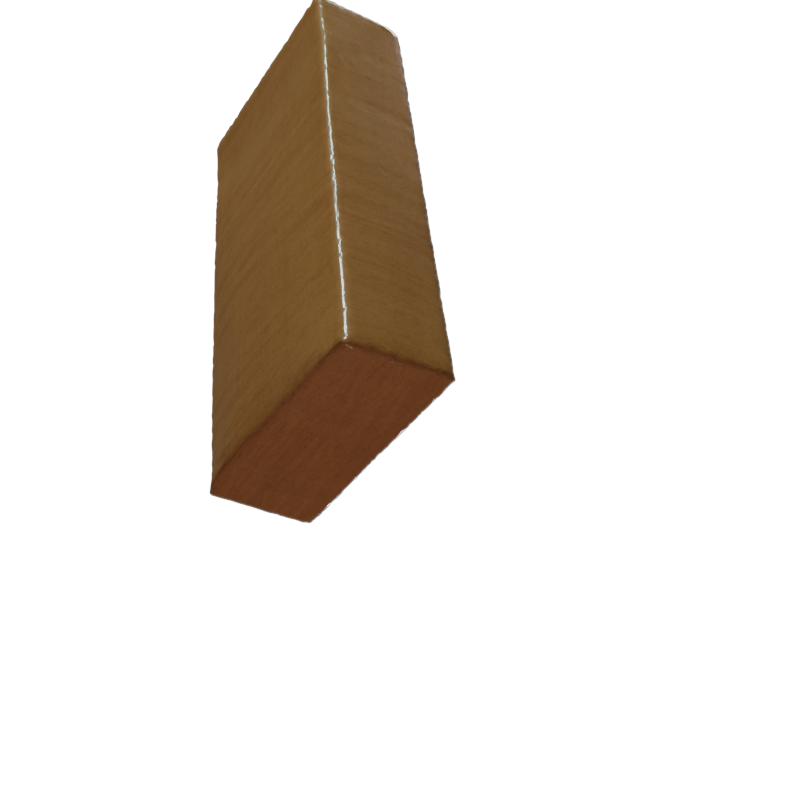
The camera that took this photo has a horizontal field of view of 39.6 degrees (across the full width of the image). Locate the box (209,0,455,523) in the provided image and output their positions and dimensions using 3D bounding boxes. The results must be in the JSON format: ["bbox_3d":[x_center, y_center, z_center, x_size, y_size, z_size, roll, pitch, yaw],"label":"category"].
[{"bbox_3d":[-0.031,-0.057,0.403,0.046,0.189,0.091,21,-47,-26],"label":"box"}]
